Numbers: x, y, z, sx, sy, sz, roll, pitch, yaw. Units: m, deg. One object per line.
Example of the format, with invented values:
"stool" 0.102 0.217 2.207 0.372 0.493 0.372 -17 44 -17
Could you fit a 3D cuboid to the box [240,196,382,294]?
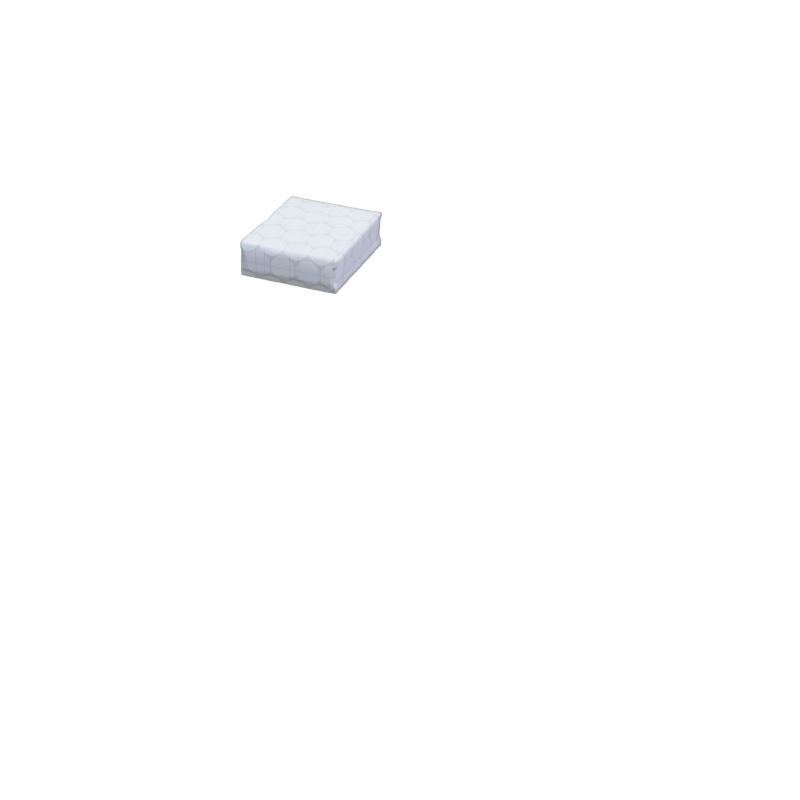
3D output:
"box" -0.062 -0.112 0.787 0.076 0.028 0.092 12 34 18
